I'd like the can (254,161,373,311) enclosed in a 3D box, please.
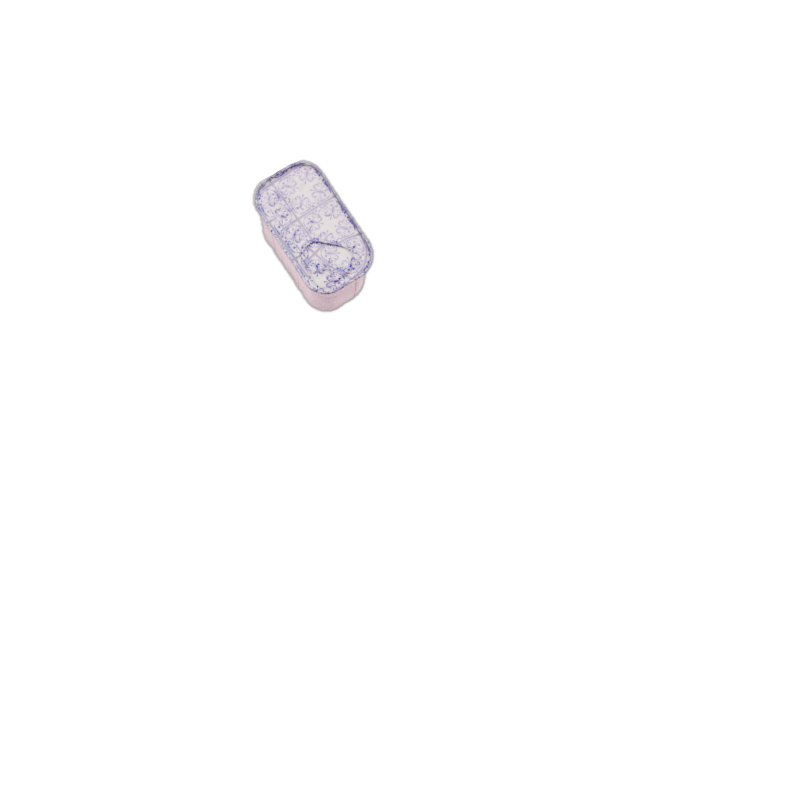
[{"bbox_3d":[-0.067,-0.123,0.859,0.057,0.105,0.081,-32,-10,-8],"label":"can"}]
